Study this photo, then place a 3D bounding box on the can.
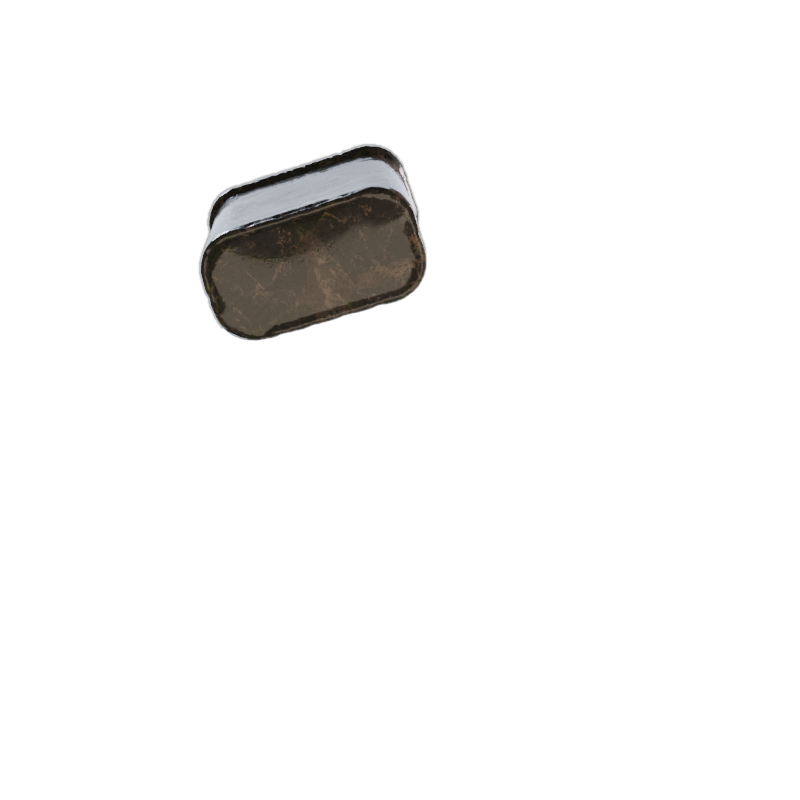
[{"bbox_3d":[-0.040,-0.073,0.513,0.102,0.055,0.087,-17,20,4],"label":"can"}]
